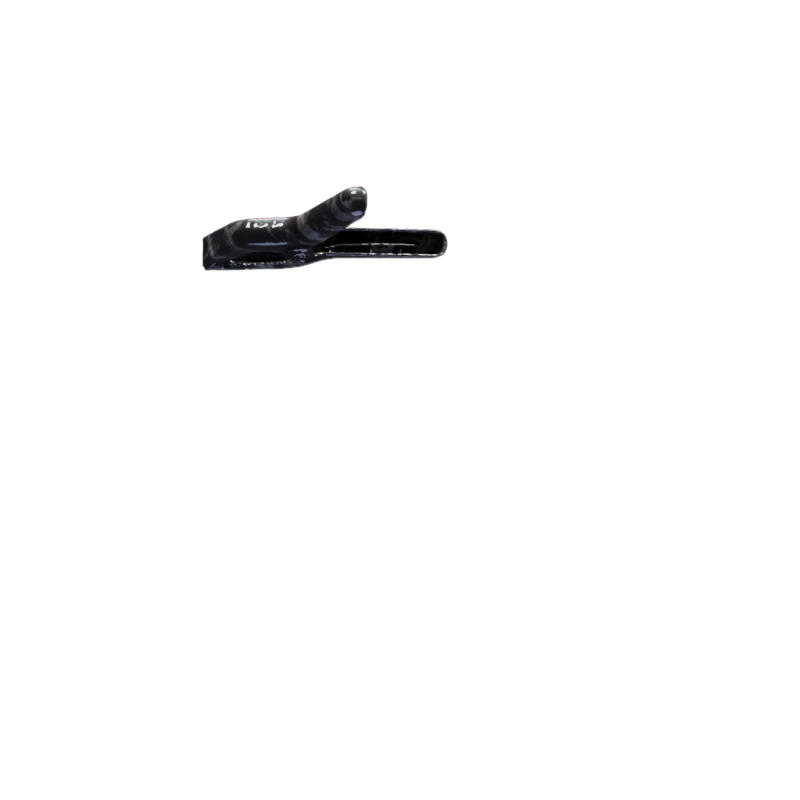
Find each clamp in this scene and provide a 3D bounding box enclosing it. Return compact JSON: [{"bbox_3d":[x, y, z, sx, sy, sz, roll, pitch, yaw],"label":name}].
[{"bbox_3d":[-0.074,-0.135,0.947,0.215,0.037,0.156,-6,-10,34],"label":"clamp"}]
